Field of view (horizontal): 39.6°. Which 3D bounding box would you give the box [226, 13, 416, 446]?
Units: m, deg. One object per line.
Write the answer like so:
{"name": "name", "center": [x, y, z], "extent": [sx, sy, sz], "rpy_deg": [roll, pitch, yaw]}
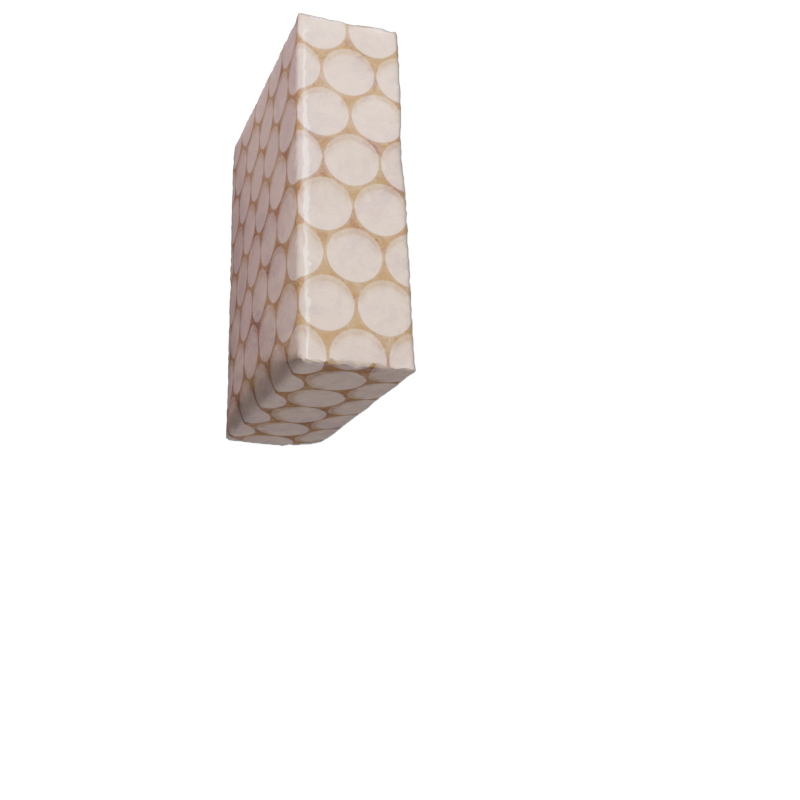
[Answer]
{"name": "box", "center": [-0.053, -0.096, 0.671], "extent": [0.070, 0.225, 0.160], "rpy_deg": [7, -23, -20]}
